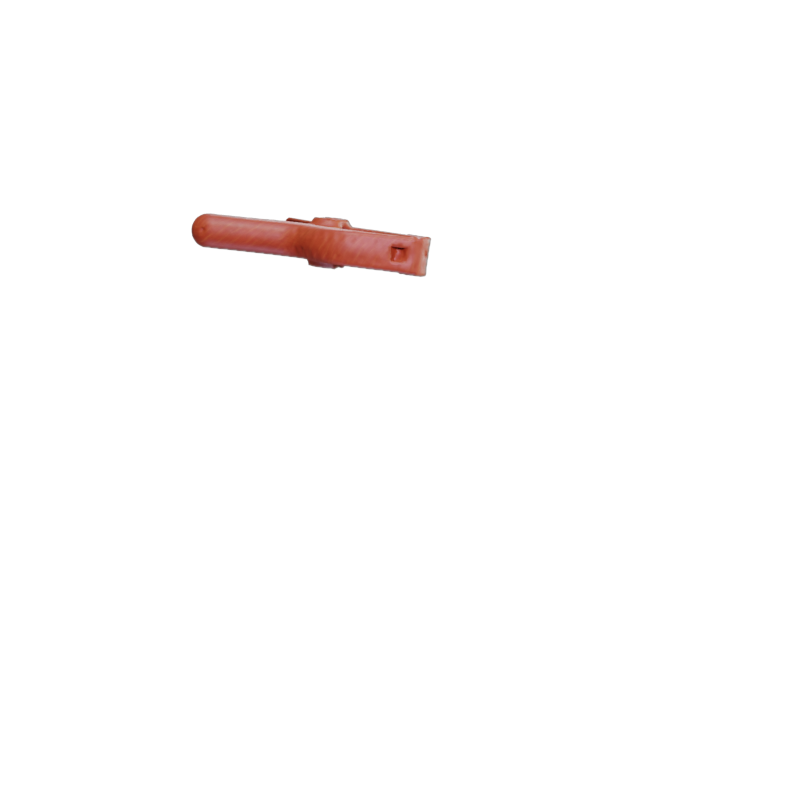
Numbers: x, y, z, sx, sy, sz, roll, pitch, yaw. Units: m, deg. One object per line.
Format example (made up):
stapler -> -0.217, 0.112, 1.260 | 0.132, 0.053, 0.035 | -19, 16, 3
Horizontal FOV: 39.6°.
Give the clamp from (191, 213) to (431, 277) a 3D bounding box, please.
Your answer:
clamp -> -0.062, -0.113, 0.791 | 0.180, 0.038, 0.117 | 12, 18, 42
